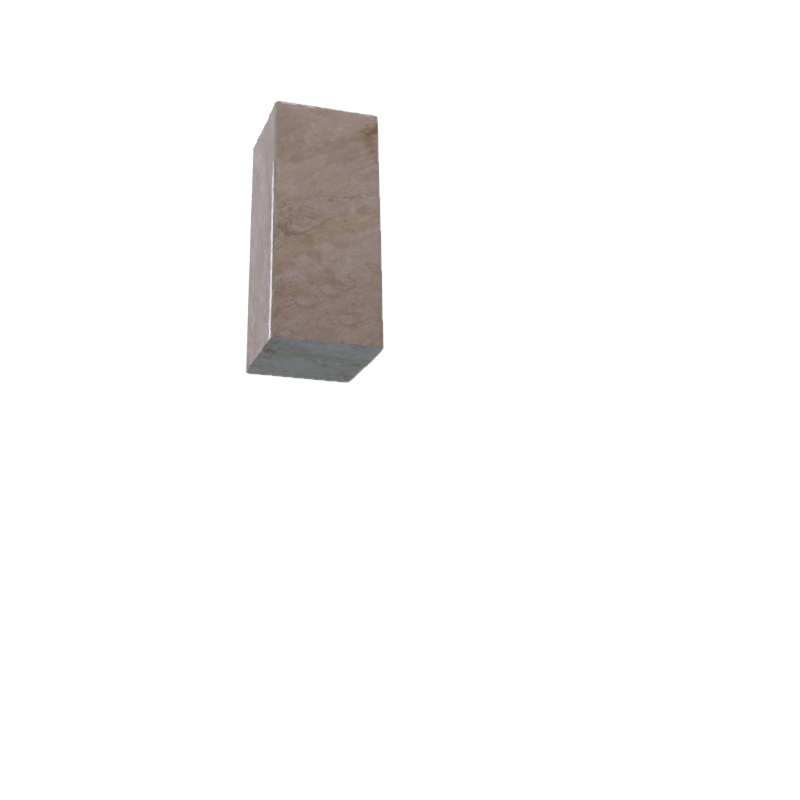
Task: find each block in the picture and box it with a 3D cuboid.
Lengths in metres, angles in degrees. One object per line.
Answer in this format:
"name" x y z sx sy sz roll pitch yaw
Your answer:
"block" -0.071 -0.129 0.907 0.088 0.218 0.088 6 -24 -17
